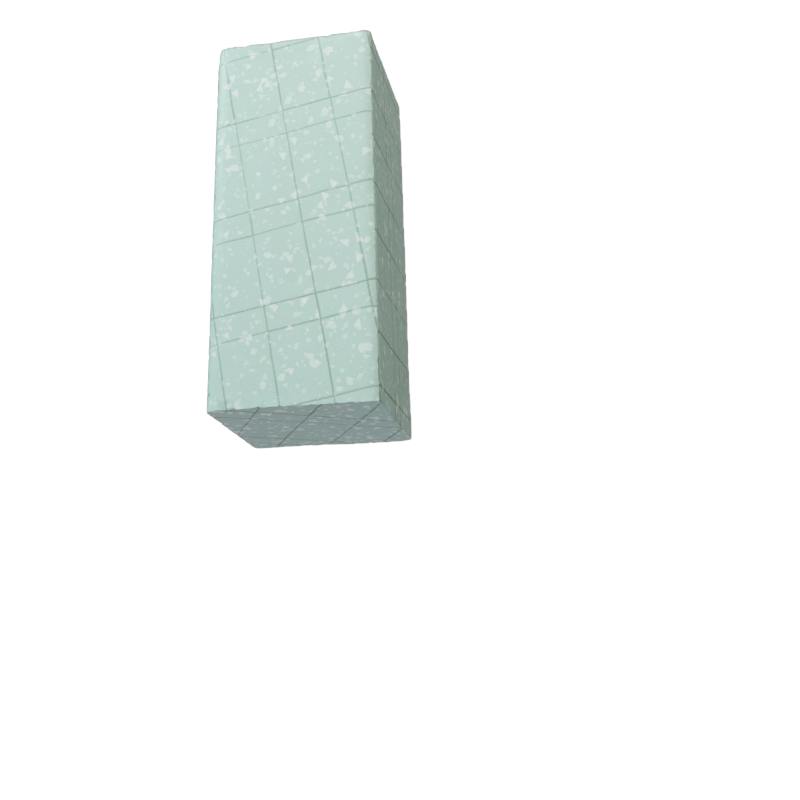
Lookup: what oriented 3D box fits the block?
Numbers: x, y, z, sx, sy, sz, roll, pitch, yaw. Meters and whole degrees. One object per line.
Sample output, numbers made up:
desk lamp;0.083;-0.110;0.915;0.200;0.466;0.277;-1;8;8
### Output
block;-0.048;-0.087;0.608;0.091;0.217;0.085;-6;-21;11
